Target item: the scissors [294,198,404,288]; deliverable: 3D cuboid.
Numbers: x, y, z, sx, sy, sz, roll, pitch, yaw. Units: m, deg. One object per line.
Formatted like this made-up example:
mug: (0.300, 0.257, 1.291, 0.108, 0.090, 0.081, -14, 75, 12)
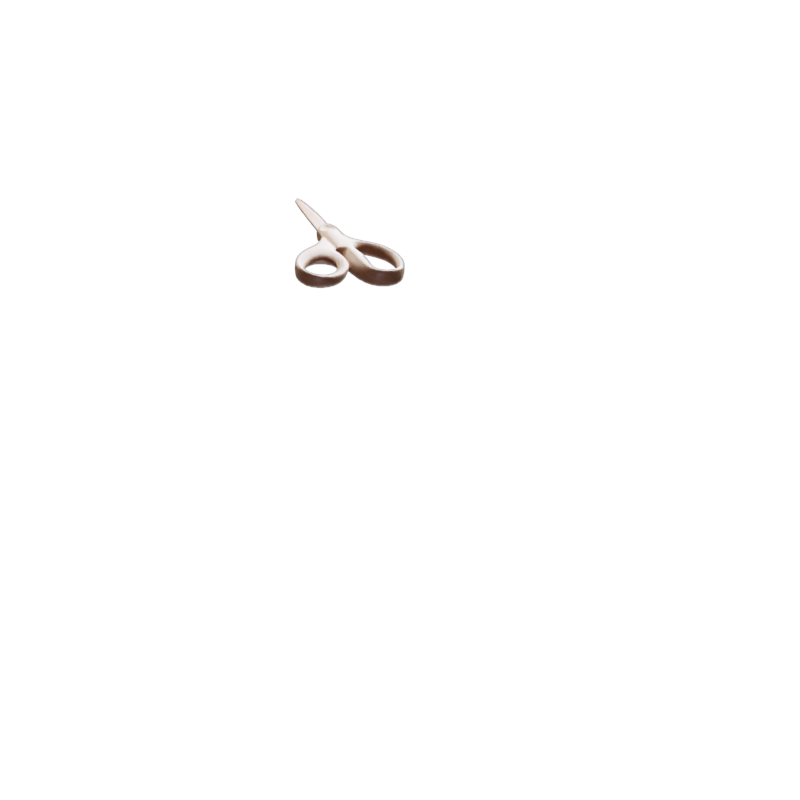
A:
scissors: (-0.074, -0.135, 0.948, 0.094, 0.015, 0.216, -17, 32, -29)
